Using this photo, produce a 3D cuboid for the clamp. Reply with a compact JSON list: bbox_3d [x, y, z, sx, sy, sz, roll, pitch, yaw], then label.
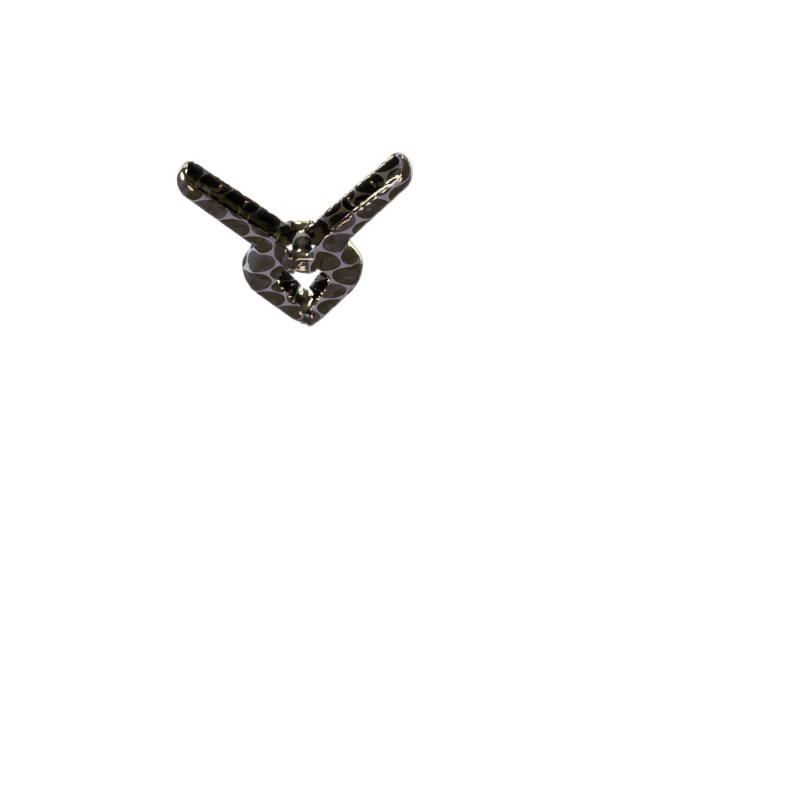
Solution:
[{"bbox_3d":[-0.066,-0.121,0.846,0.166,0.039,0.195,-3,-28,6],"label":"clamp"}]
